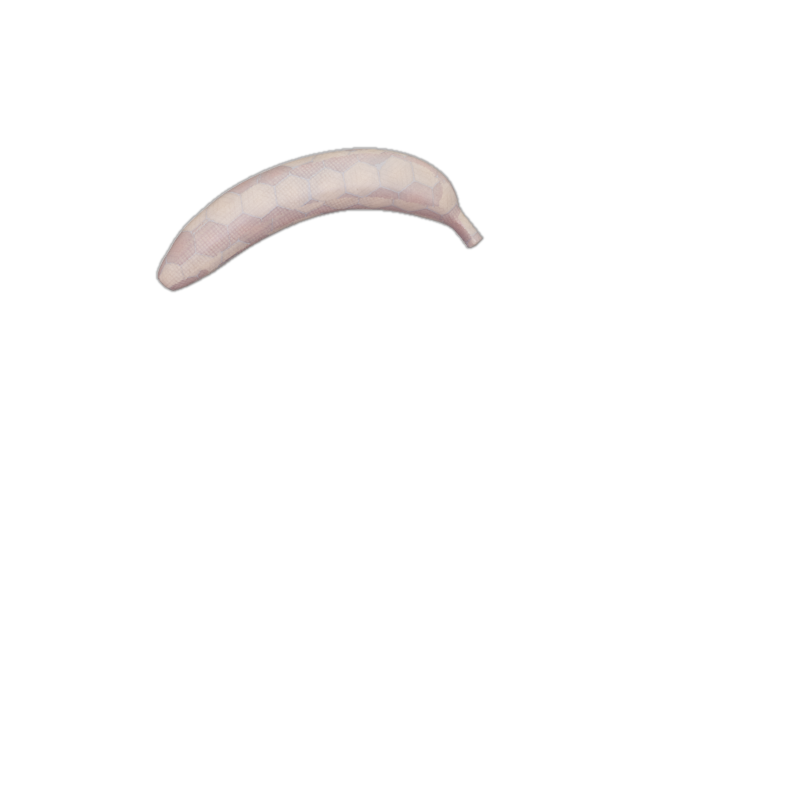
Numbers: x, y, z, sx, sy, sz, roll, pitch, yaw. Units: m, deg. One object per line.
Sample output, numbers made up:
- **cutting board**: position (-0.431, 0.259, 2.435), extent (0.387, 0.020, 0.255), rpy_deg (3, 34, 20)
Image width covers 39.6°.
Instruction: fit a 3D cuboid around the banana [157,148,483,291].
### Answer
- **banana**: position (-0.051, -0.113, 0.665), extent (0.197, 0.072, 0.036), rpy_deg (-9, -10, -2)
